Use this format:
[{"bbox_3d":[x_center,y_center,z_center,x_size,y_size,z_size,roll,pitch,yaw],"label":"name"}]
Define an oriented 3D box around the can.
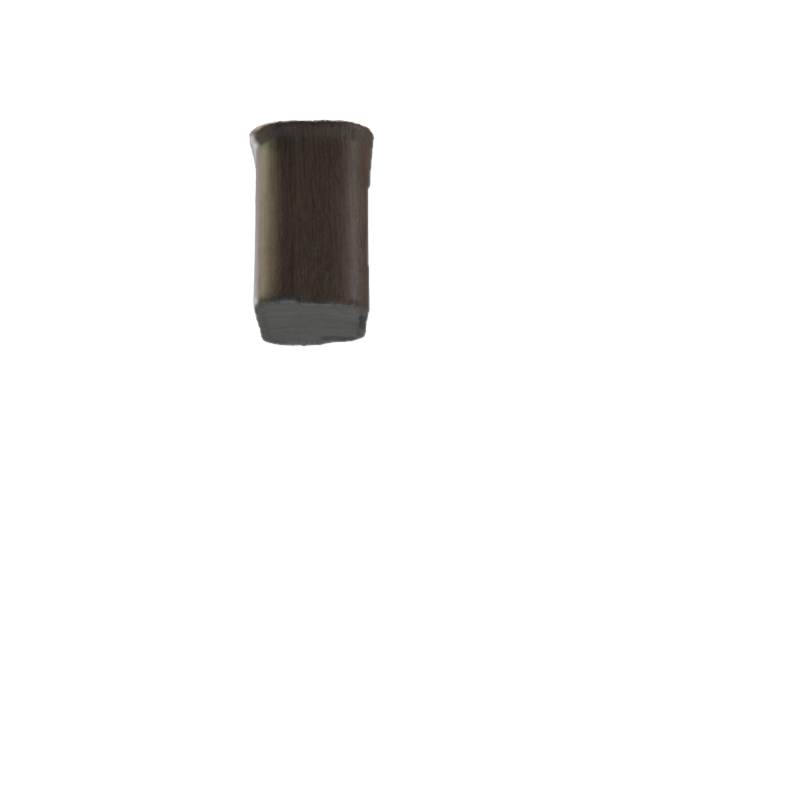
[{"bbox_3d":[-0.041,-0.075,0.528,0.057,0.087,0.099,0,-11,-2],"label":"can"}]
